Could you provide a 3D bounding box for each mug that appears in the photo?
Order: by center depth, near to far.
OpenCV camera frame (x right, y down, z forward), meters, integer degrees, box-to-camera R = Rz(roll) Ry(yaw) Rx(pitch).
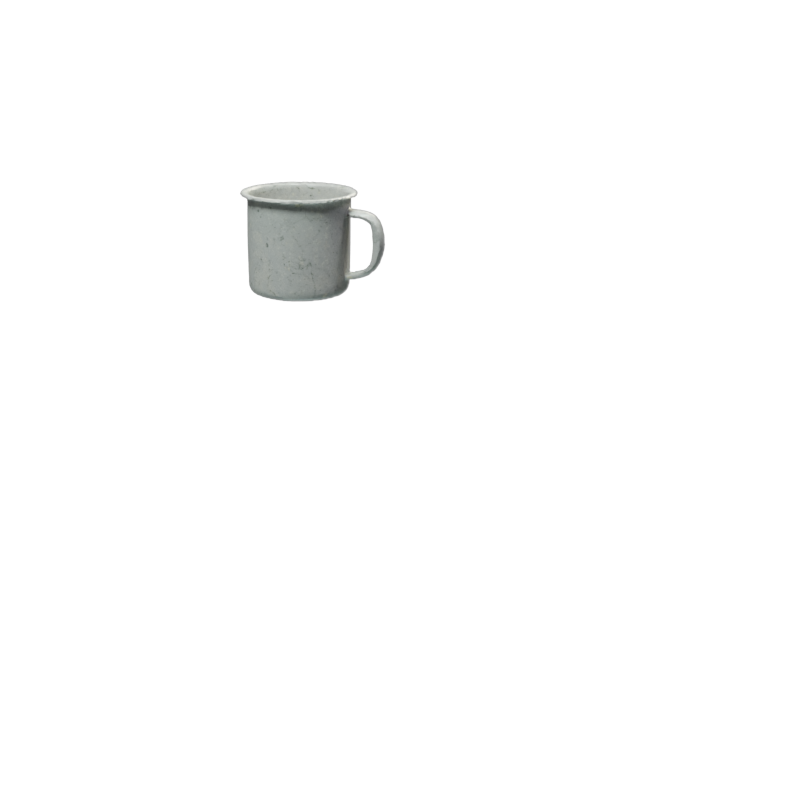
[{"bbox_3d":[-0.069,-0.126,0.882,0.120,0.079,0.094,5,17,15],"label":"mug"}]
